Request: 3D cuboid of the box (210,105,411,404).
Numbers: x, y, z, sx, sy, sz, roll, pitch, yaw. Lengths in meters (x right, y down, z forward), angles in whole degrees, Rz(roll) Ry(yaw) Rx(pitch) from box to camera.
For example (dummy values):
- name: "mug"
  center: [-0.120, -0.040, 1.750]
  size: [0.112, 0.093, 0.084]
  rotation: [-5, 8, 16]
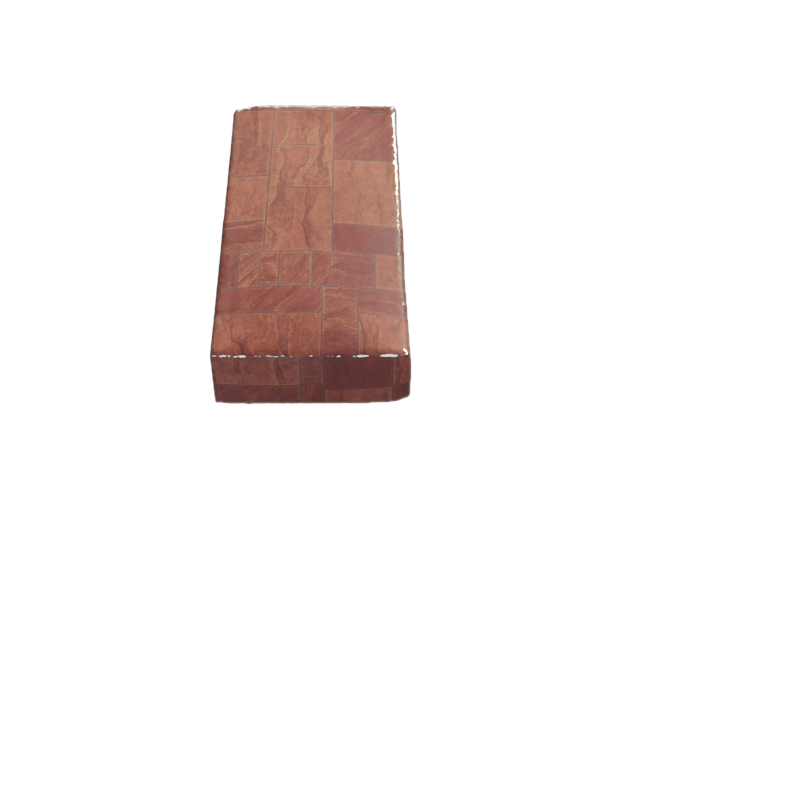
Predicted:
- name: "box"
  center: [-0.045, -0.081, 0.568]
  size: [0.093, 0.189, 0.045]
  rotation: [-2, -38, -2]
